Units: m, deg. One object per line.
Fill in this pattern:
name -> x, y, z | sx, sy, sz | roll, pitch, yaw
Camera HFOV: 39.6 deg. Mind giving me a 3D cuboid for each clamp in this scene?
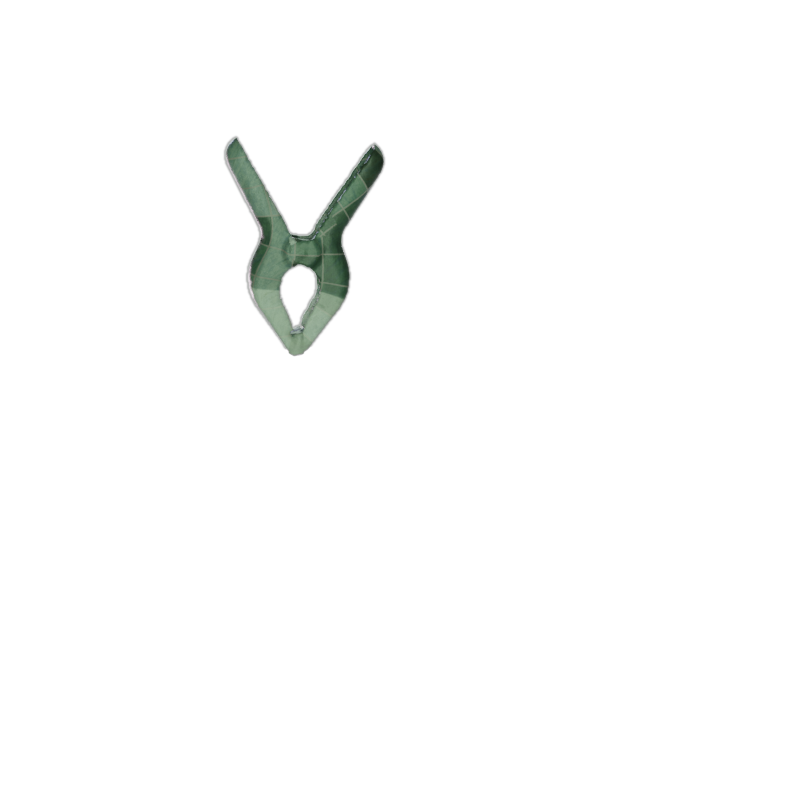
clamp -> -0.067, -0.122, 0.856 | 0.120, 0.167, 0.040 | -5, 12, 1
